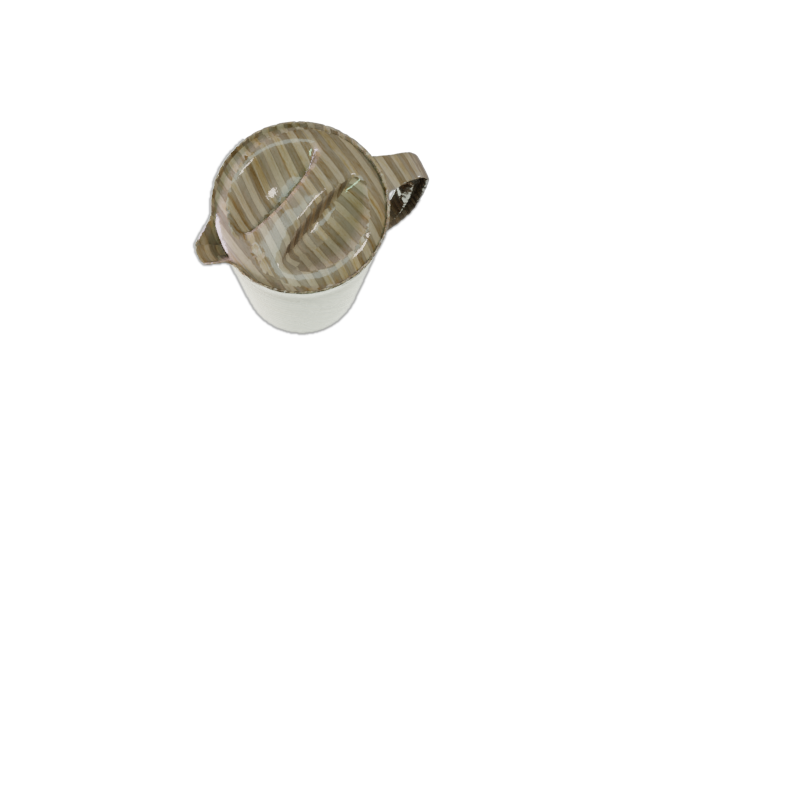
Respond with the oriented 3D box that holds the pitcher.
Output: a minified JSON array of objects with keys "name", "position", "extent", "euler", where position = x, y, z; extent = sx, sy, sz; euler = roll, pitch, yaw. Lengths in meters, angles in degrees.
[{"name":"pitcher","position":[-0.072,-0.132,0.925],"extent":[0.150,0.148,0.237],"euler":[20,-10,0]}]
